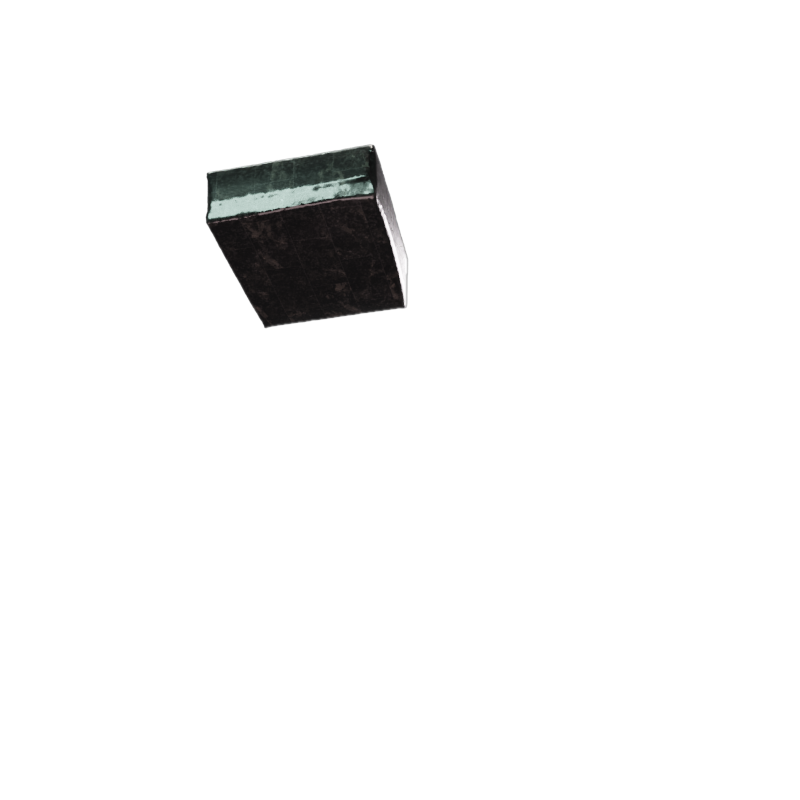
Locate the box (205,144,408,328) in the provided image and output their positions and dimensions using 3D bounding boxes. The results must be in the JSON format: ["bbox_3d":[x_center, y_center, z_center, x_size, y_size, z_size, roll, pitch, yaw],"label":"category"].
[{"bbox_3d":[-0.047,-0.086,0.604,0.091,0.042,0.105,-6,-32,9],"label":"box"}]
